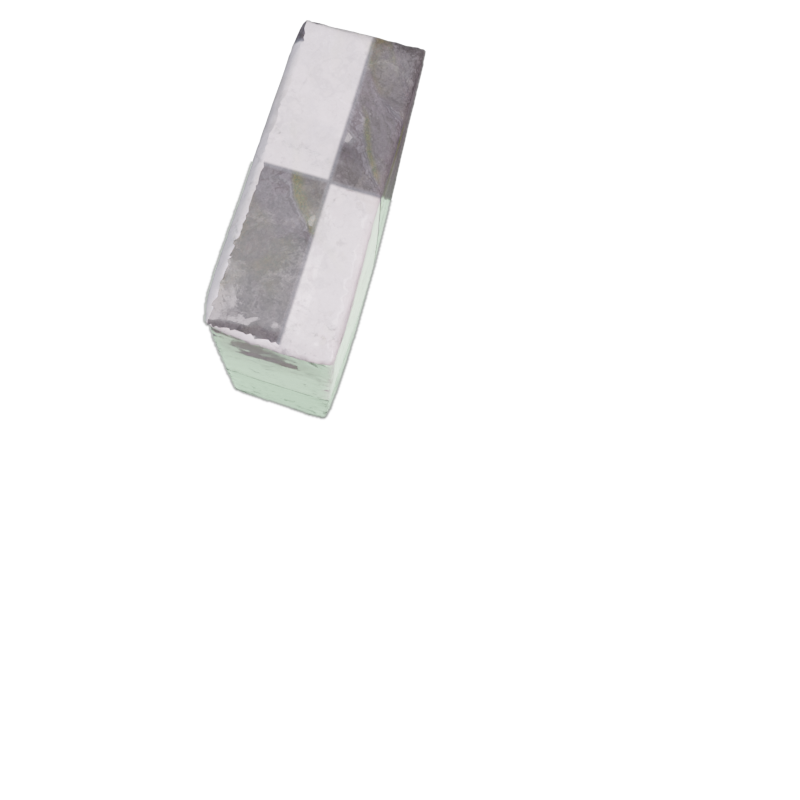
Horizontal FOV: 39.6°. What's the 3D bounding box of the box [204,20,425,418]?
[{"bbox_3d":[-0.049,-0.089,0.621,0.072,0.168,0.208,16,-11,-1],"label":"box"}]
